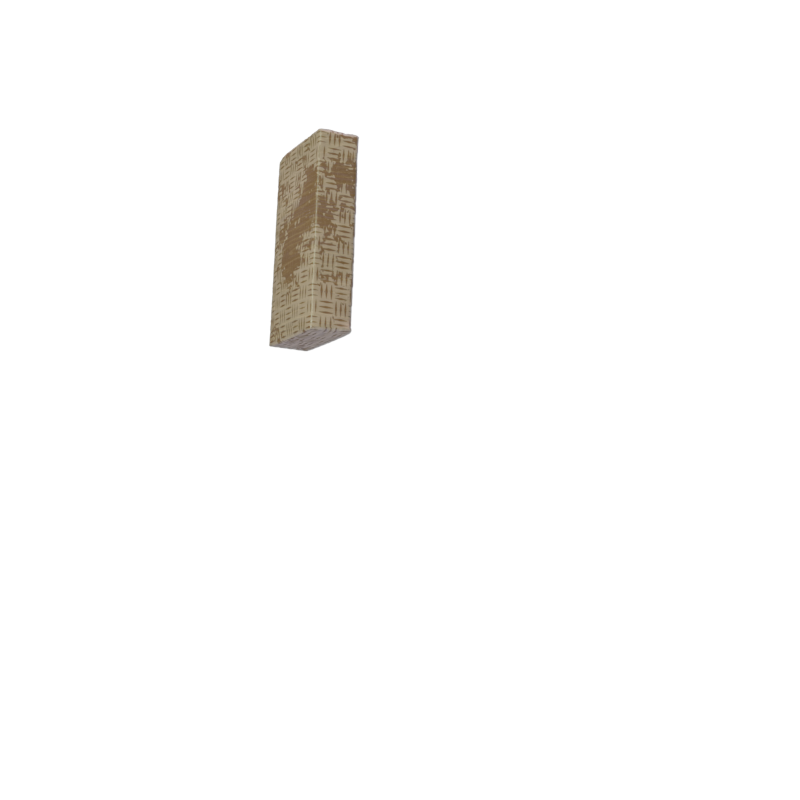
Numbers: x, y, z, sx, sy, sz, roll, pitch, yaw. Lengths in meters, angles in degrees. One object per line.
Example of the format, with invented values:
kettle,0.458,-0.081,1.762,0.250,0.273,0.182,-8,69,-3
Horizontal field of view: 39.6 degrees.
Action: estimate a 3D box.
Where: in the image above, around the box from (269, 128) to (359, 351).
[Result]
box,-0.076,-0.138,0.964,0.046,0.183,0.093,7,-16,-27
